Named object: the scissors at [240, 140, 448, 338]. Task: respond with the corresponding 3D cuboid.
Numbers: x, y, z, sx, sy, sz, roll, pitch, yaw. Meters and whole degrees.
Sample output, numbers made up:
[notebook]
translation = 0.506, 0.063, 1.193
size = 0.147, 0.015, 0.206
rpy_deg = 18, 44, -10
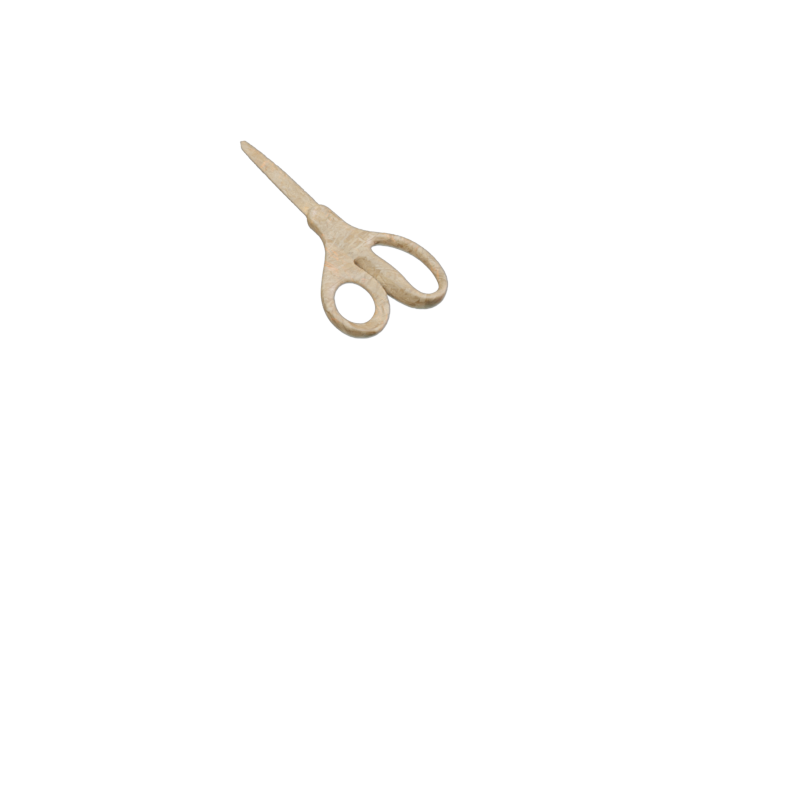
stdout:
[scissors]
translation = -0.062, -0.113, 0.791
size = 0.211, 0.098, 0.015
rpy_deg = 31, -29, 19
